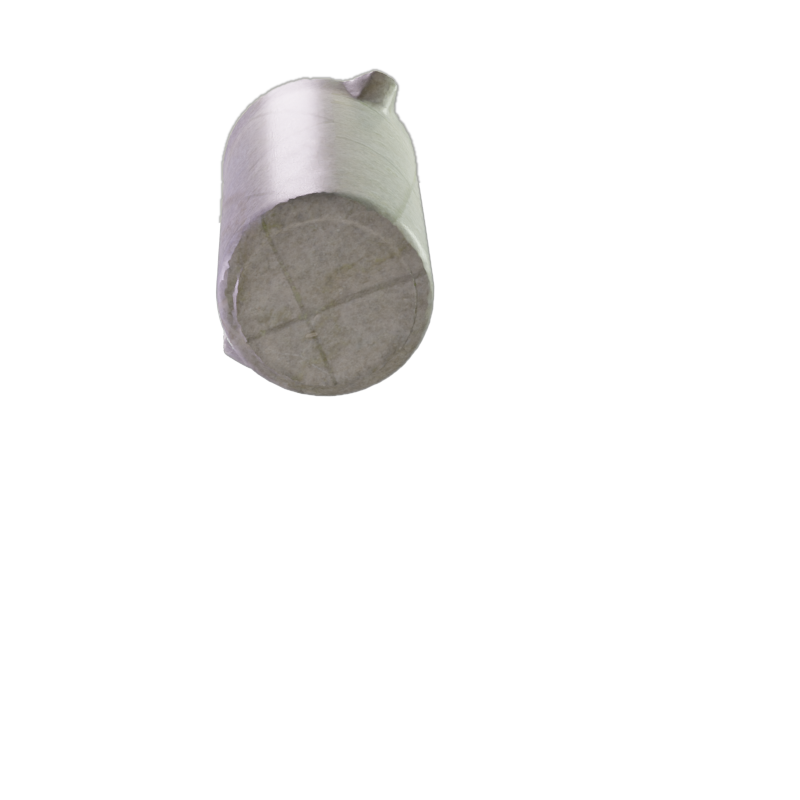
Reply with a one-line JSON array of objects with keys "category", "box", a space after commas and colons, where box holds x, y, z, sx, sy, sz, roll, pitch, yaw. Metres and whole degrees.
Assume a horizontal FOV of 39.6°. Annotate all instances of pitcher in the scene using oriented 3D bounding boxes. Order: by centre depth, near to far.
[{"category": "pitcher", "box": [-0.051, -0.093, 0.652, 0.145, 0.141, 0.256, -11, 25, 2]}]
